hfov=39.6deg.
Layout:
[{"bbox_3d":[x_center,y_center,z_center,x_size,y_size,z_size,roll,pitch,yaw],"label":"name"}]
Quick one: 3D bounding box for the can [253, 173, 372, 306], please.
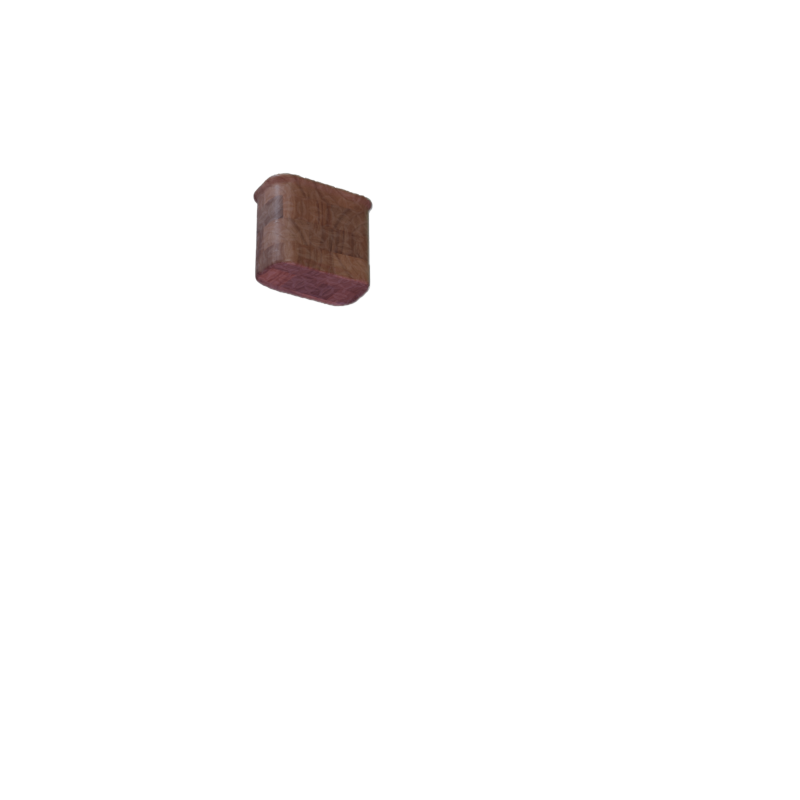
[{"bbox_3d":[-0.073,-0.134,0.938,0.097,0.089,0.057,13,-30,-28],"label":"can"}]
